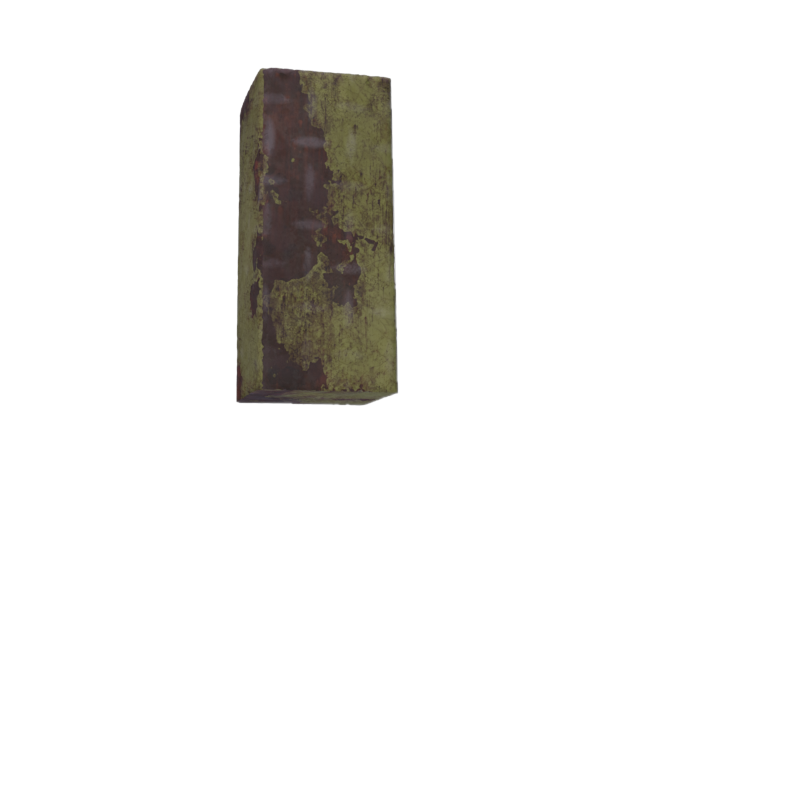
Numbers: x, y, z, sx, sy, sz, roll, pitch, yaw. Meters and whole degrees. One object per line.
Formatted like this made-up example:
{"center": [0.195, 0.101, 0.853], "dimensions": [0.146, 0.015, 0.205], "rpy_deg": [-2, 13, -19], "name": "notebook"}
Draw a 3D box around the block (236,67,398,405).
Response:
{"center": [-0.058, -0.105, 0.733], "dimensions": [0.089, 0.213, 0.089], "rpy_deg": [2, -13, -15], "name": "block"}
